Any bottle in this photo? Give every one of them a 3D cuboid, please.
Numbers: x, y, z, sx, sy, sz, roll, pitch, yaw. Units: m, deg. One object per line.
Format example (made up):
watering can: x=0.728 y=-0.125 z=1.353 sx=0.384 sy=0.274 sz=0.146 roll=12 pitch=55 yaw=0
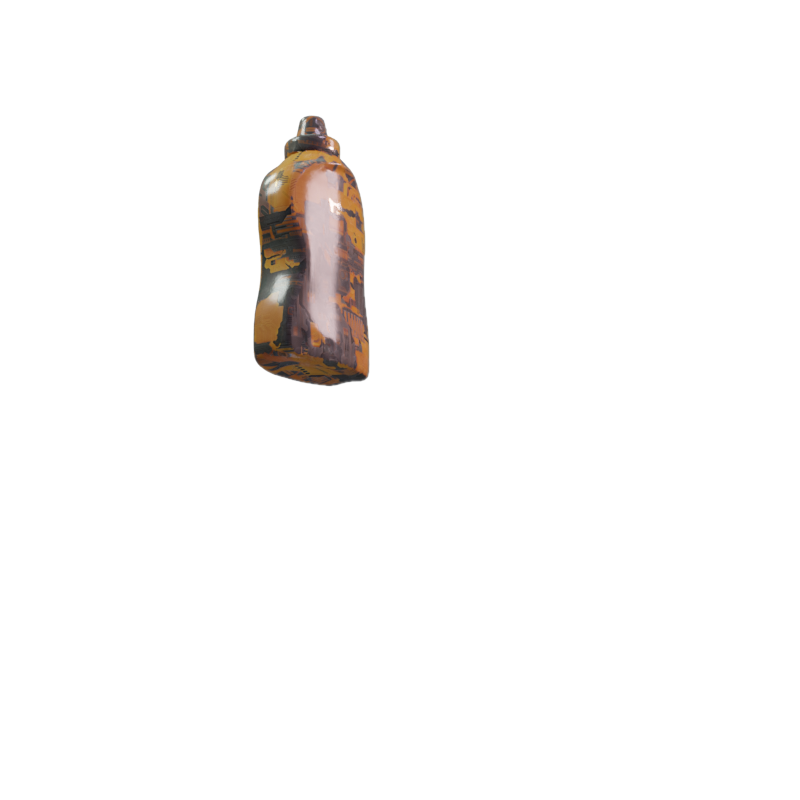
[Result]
bottle: x=-0.062 y=-0.112 z=0.785 sx=0.059 sy=0.200 sz=0.090 roll=-15 pitch=-22 yaw=34
